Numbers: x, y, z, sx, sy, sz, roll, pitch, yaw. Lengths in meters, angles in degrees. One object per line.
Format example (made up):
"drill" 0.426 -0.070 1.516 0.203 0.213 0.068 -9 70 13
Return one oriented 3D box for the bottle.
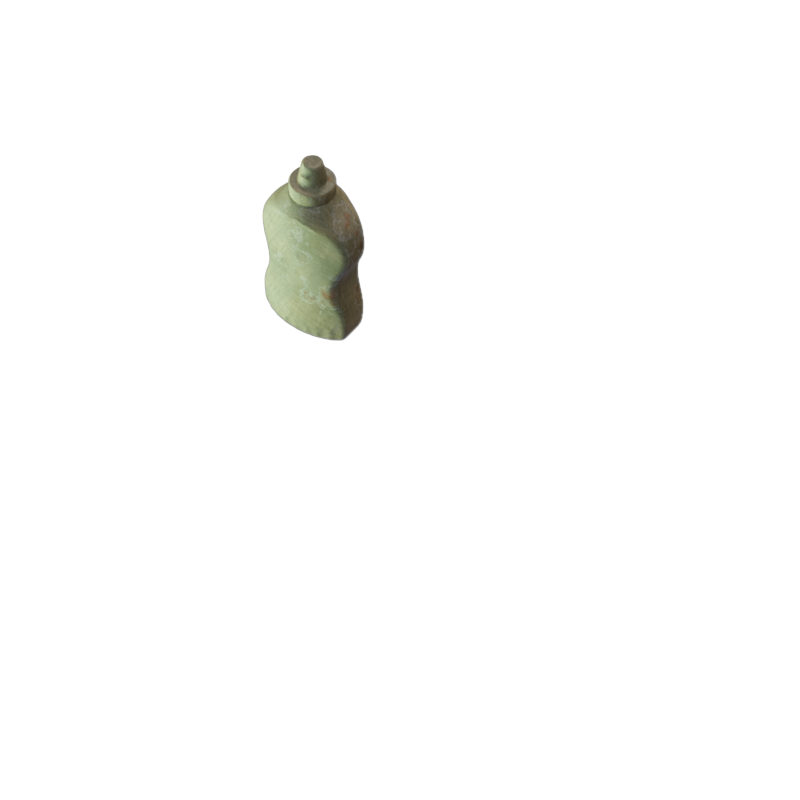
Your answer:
"bottle" -0.077 -0.140 0.983 0.101 0.179 0.059 32 55 22
